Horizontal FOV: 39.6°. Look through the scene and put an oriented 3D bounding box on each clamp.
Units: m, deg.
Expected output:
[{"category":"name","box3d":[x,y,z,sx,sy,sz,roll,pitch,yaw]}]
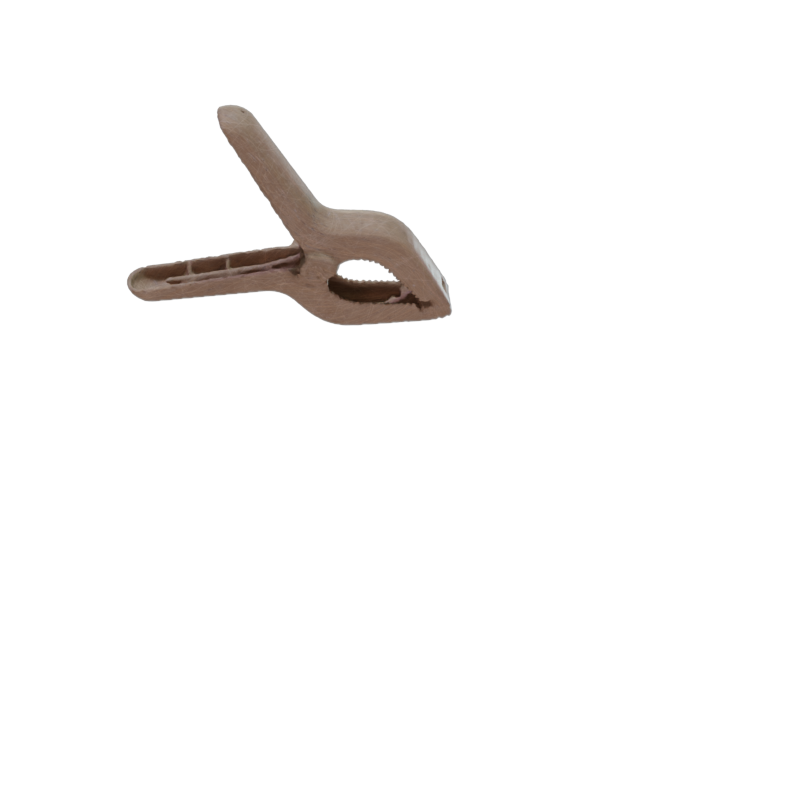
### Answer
[{"category":"clamp","box3d":[-0.056,-0.102,0.714,0.204,0.039,0.157,14,-45,-15]}]
